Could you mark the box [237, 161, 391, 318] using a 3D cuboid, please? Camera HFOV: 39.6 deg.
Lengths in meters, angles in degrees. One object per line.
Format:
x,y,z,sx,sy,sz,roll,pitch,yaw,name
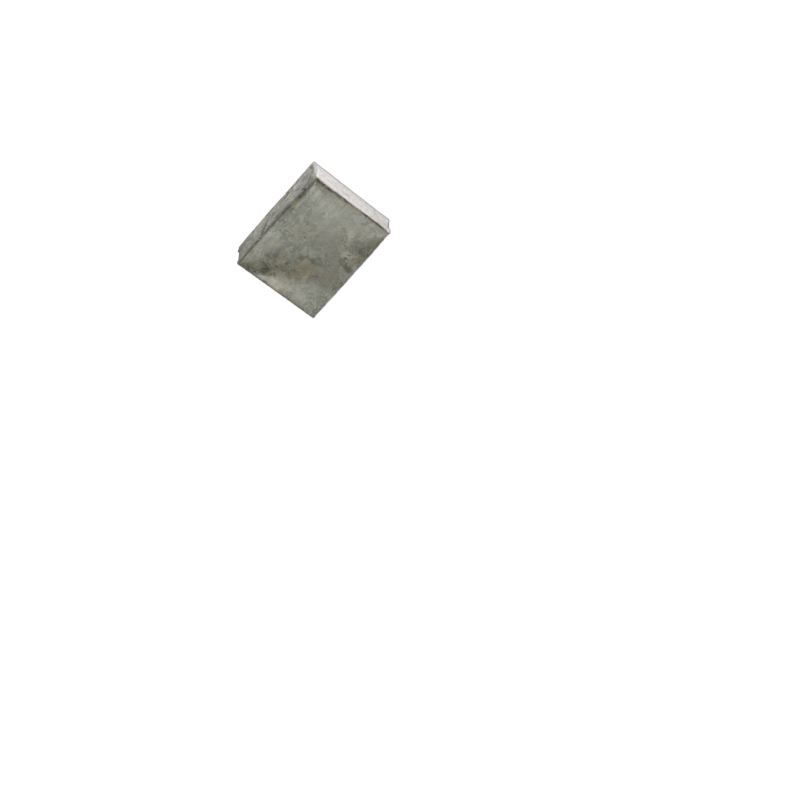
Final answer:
-0.078,-0.141,0.990,0.086,0.112,0.041,37,22,-19,box
